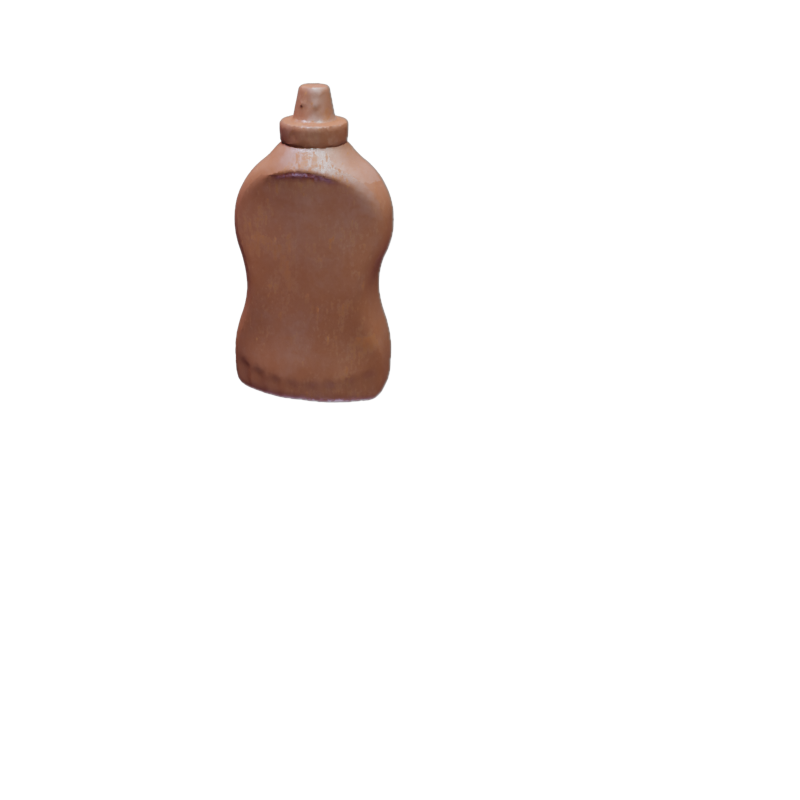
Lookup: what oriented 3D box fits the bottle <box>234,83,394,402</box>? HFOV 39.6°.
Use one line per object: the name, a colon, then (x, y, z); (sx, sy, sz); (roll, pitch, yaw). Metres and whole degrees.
bottle: (-0.053, -0.097, 0.677); (0.098, 0.183, 0.060); (7, 20, 14)
